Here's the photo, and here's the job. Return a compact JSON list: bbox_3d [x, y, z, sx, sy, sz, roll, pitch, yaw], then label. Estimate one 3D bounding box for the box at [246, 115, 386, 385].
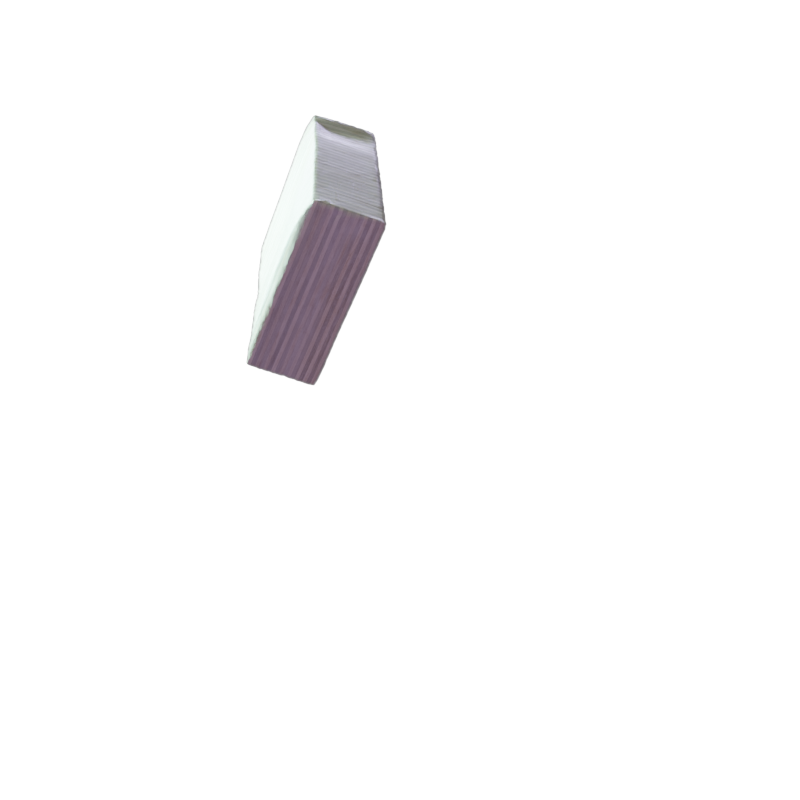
[{"bbox_3d":[-0.078,-0.142,0.996,0.070,0.158,0.227,18,28,-14],"label":"box"}]
